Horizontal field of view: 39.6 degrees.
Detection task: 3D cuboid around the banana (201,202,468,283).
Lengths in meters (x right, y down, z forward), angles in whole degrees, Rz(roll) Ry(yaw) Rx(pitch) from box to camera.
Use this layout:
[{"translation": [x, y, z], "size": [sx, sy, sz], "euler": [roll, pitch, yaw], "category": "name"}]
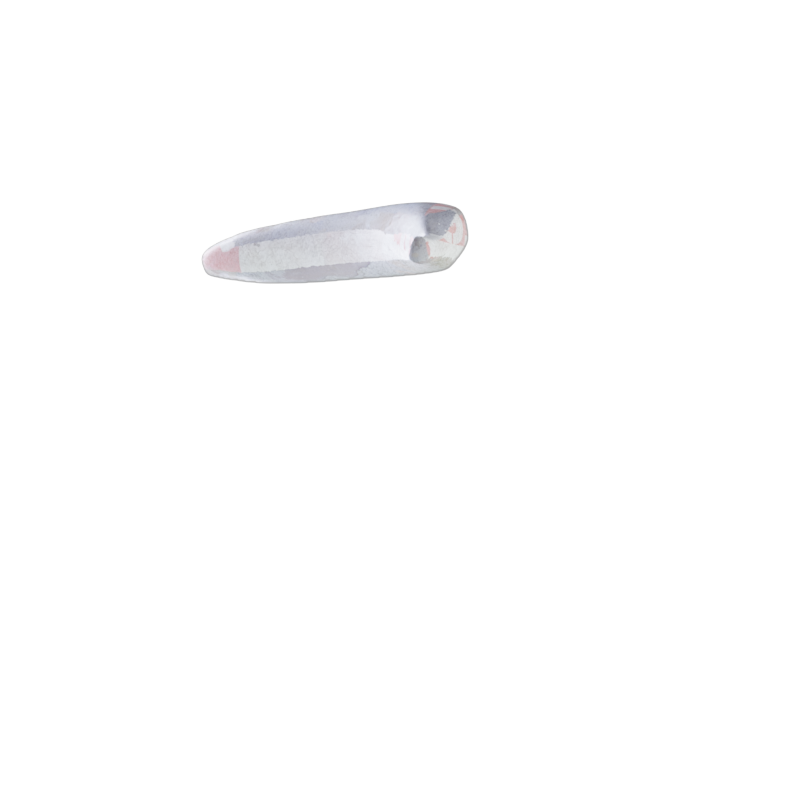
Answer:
[{"translation": [-0.028, -0.082, 0.579], "size": [0.067, 0.037, 0.205], "euler": [-1, 2, -38], "category": "banana"}]
